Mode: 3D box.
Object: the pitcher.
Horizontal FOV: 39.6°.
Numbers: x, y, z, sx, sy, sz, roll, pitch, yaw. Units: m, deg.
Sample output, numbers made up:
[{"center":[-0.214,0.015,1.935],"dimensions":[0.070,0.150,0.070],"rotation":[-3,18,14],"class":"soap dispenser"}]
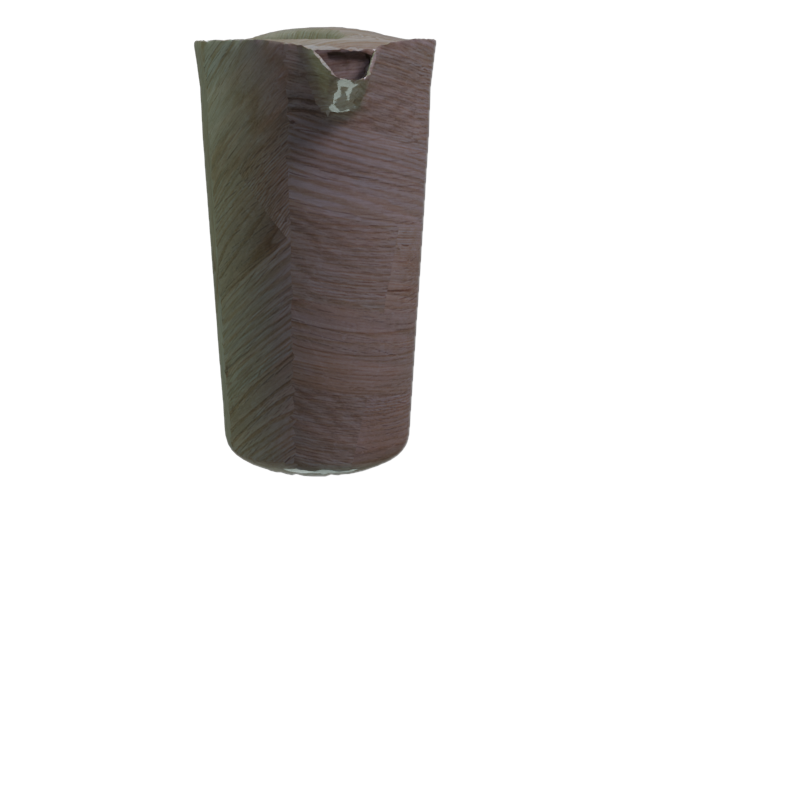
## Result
[{"center":[-0.050,-0.092,0.641],"dimensions":[0.151,0.237,0.147],"rotation":[7,14,28],"class":"pitcher"}]
